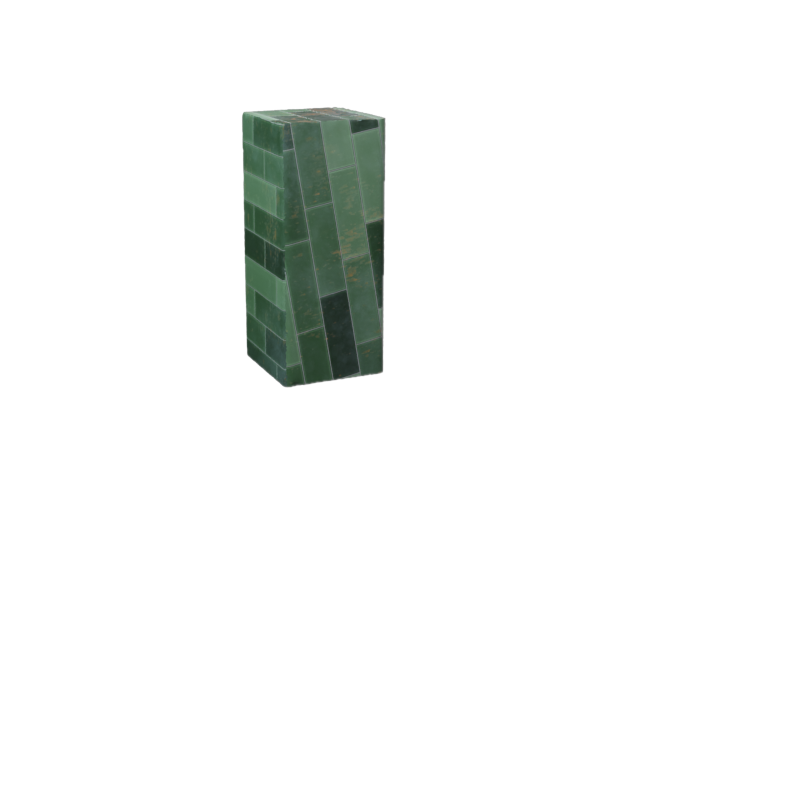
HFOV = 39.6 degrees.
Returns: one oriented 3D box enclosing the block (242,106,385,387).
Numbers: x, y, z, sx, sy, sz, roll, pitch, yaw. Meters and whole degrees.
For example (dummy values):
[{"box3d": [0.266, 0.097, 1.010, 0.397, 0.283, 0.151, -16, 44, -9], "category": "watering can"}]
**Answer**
[{"box3d": [-0.071, -0.128, 0.893, 0.088, 0.199, 0.096, -6, 17, -25], "category": "block"}]
